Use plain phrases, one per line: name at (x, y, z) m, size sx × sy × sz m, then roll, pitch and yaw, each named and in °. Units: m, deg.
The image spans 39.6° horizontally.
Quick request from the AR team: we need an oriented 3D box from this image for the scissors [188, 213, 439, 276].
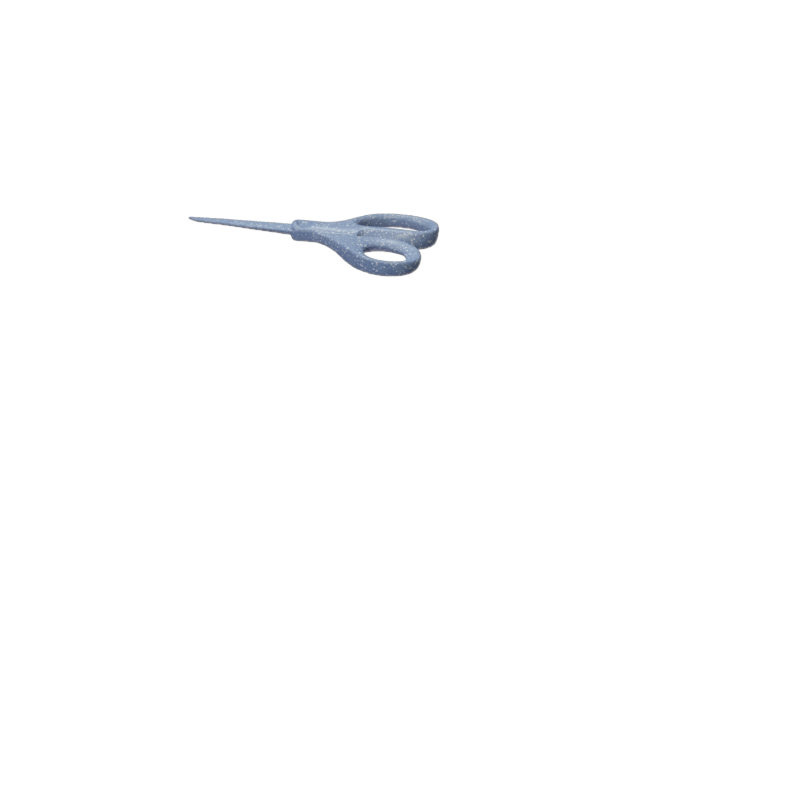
scissors at (-0.068, -0.125, 0.873) m, size 0.201 × 0.015 × 0.103 m, roll -2°, pitch 33°, yaw -2°
